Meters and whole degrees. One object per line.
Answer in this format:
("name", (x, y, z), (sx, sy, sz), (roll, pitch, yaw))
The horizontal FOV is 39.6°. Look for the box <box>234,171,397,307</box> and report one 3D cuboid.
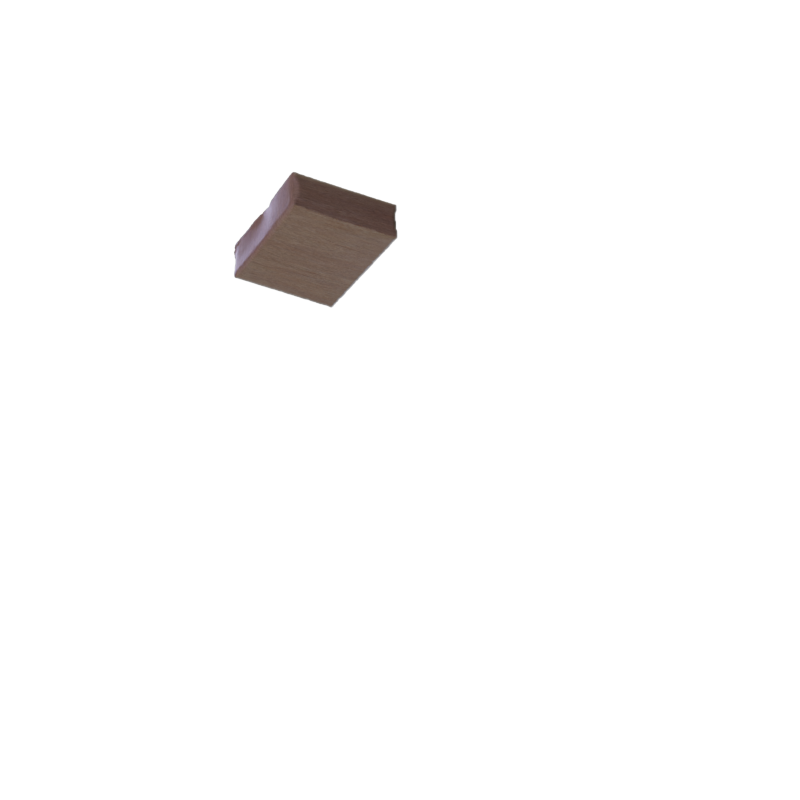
("box", (-0.055, -0.100, 0.701), (0.070, 0.032, 0.087), (16, -35, -25))
